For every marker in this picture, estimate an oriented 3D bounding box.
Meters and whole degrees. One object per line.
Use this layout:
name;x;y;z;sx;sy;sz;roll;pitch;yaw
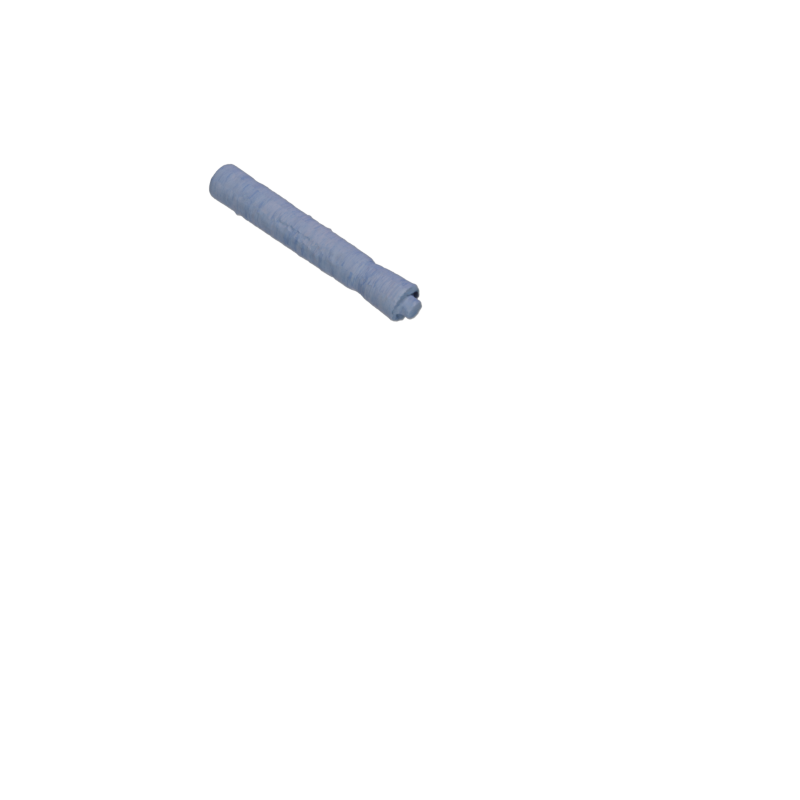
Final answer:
marker;-0.039;-0.072;0.504;0.128;0.019;0.019;36;21;27
